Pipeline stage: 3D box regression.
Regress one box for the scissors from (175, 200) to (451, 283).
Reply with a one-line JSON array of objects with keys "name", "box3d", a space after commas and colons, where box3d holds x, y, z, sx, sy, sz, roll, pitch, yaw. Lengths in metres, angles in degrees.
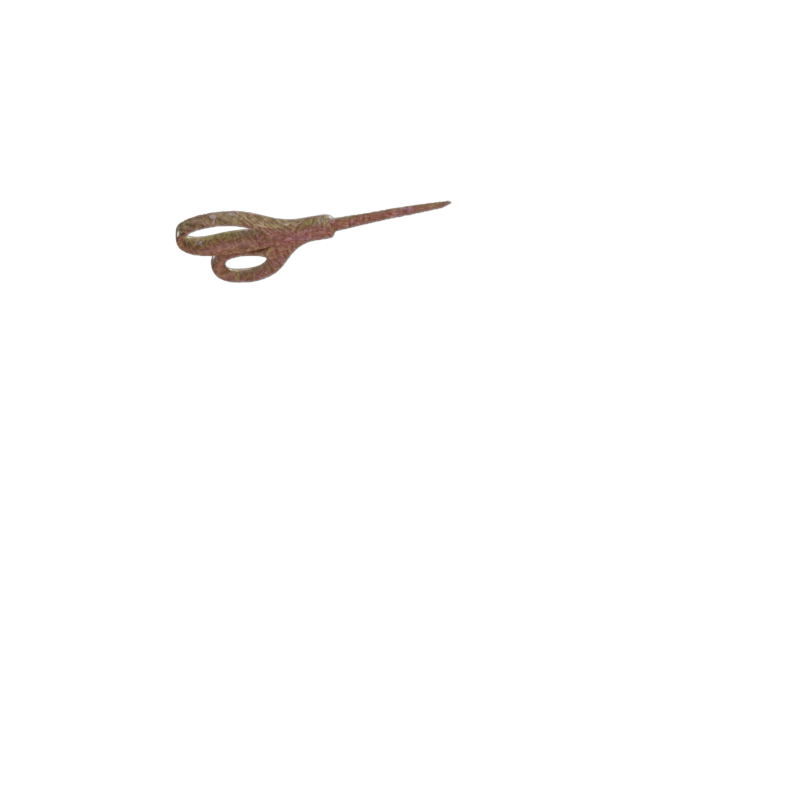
[{"name": "scissors", "box3d": [-0.065, -0.118, 0.825, 0.202, 0.017, 0.090, -1, -25, 3]}]
